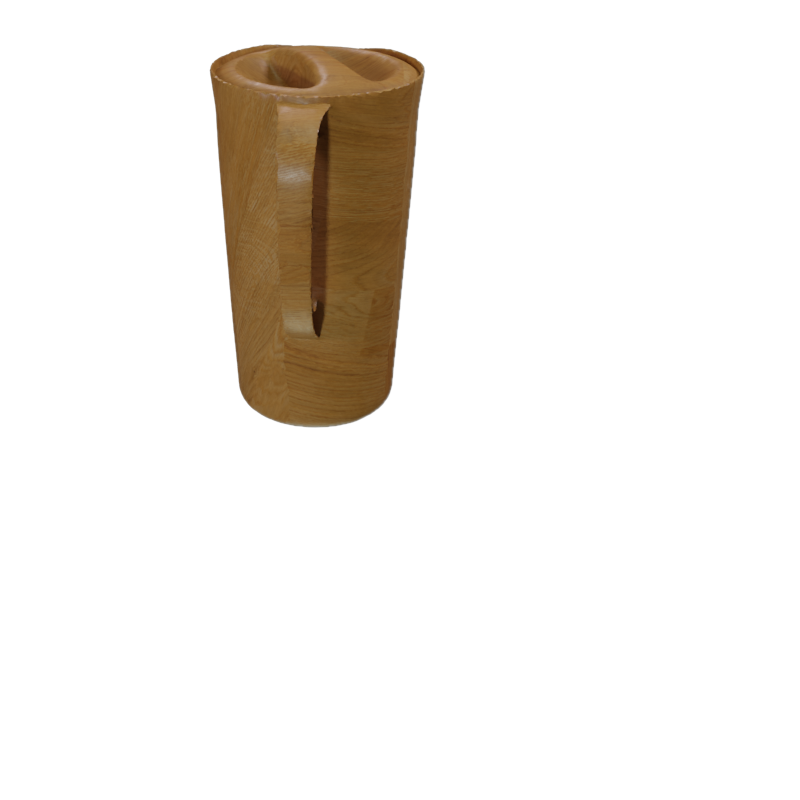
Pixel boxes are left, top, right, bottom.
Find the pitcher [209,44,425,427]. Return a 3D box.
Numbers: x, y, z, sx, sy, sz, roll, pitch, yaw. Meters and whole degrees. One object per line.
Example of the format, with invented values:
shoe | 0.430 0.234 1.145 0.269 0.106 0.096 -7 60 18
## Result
pitcher | -0.057 -0.103 0.724 0.147 0.230 0.155 -20 33 -37
